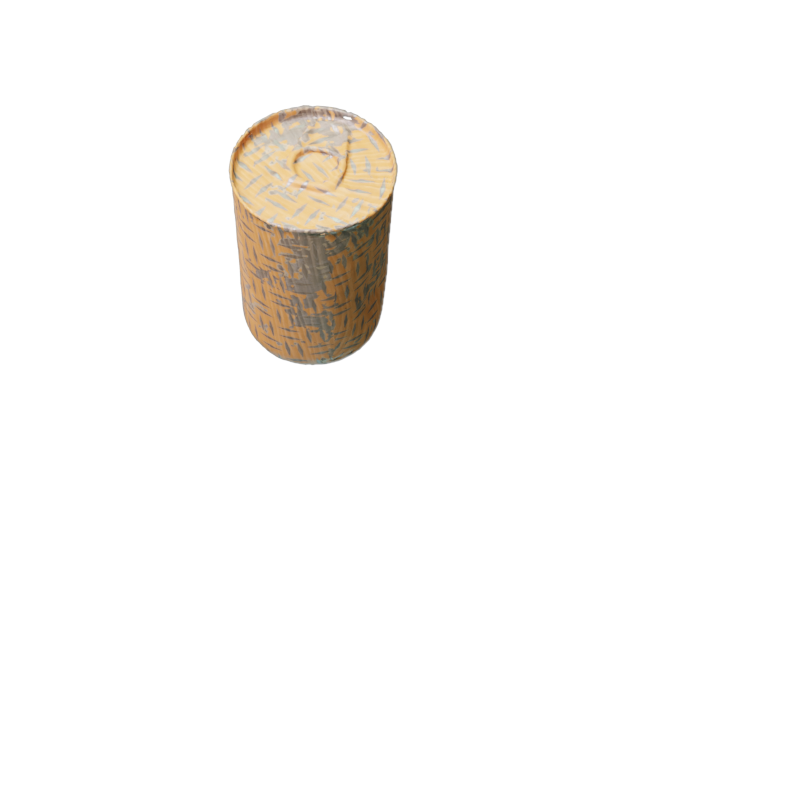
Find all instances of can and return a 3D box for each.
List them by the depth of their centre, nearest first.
[{"bbox_3d":[-0.038,-0.069,0.485,0.068,0.073,0.096,0,-33,-3],"label":"can"}]
